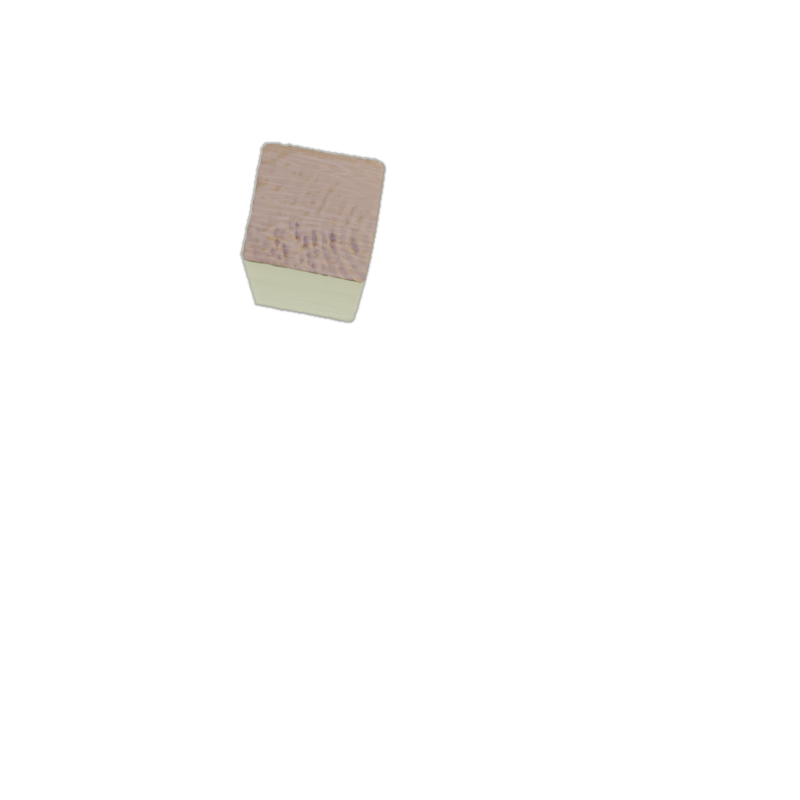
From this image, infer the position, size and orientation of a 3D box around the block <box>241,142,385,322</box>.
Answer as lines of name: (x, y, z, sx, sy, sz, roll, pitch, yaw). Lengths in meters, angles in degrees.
block: (-0.068, -0.125, 0.875, 0.091, 0.092, 0.202, 10, -6, -3)
